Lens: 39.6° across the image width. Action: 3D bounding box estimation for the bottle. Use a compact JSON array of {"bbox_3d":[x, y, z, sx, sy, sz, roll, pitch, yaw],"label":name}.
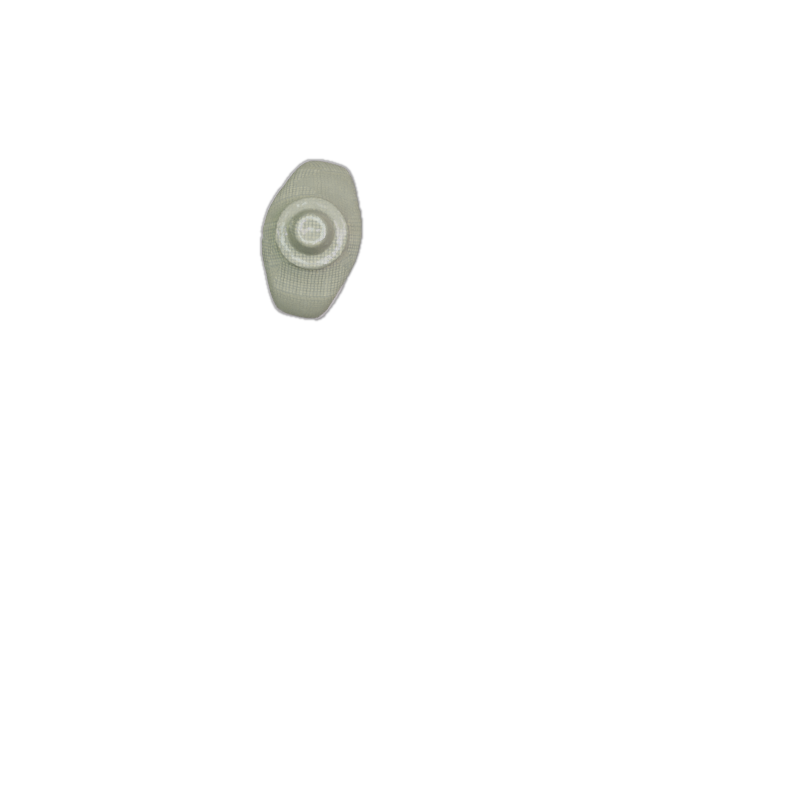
[{"bbox_3d":[-0.054,-0.098,0.688,0.058,0.096,0.192,13,2,-5],"label":"bottle"}]
